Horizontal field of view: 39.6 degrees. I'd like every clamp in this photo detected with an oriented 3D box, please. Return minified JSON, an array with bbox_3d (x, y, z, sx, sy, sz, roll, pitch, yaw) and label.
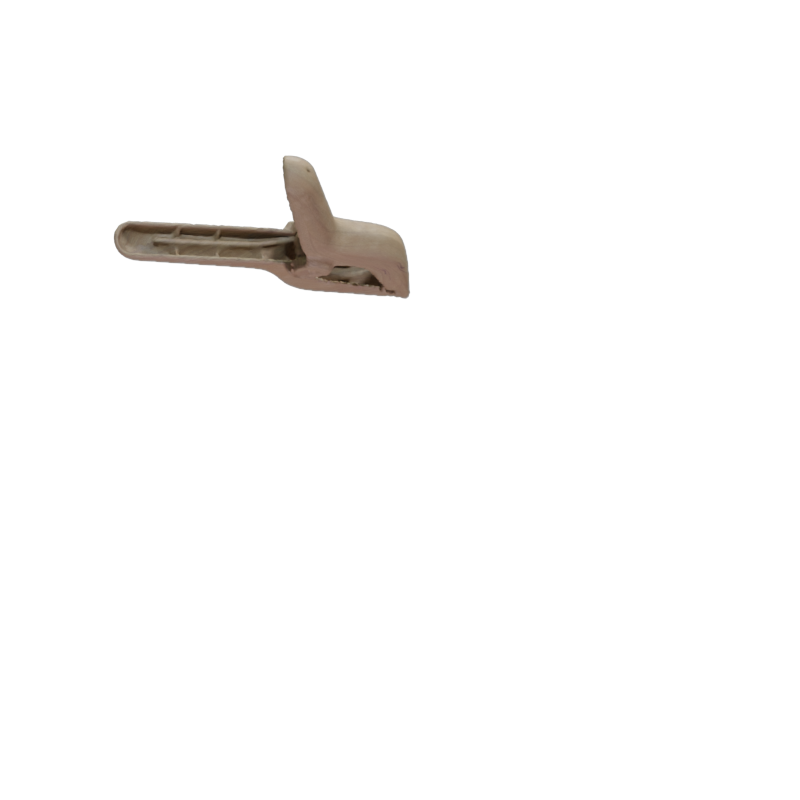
[{"bbox_3d":[-0.057,-0.103,0.724,0.199,0.038,0.167,11,-17,-41],"label":"clamp"}]
